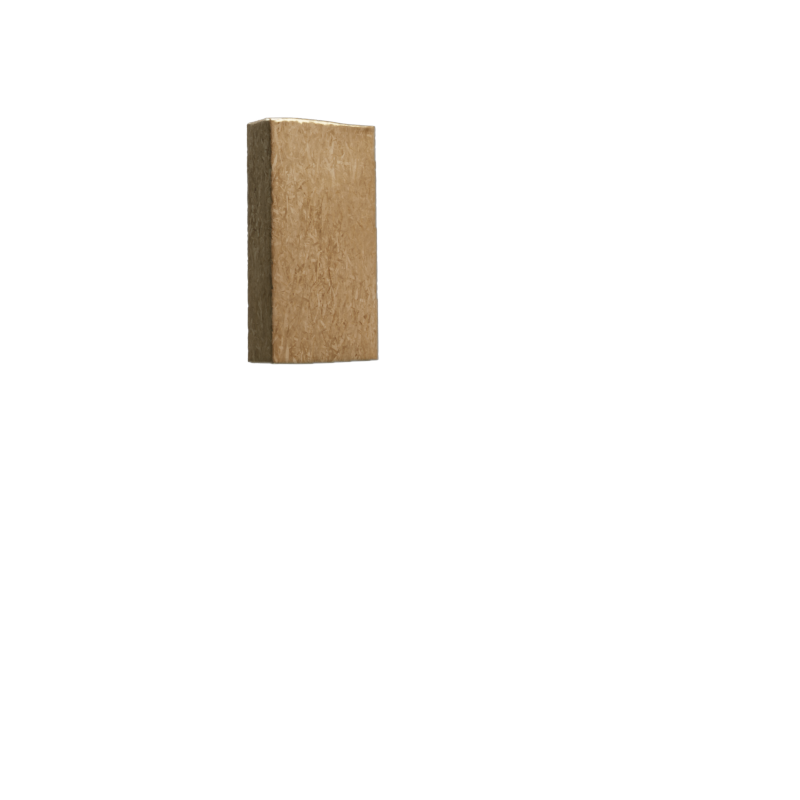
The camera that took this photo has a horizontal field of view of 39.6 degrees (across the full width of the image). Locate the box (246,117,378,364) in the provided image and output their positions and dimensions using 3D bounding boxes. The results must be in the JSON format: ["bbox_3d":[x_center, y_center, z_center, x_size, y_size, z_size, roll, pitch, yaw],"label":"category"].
[{"bbox_3d":[-0.064,-0.116,0.814,0.090,0.177,0.050,0,-1,-33],"label":"box"}]
